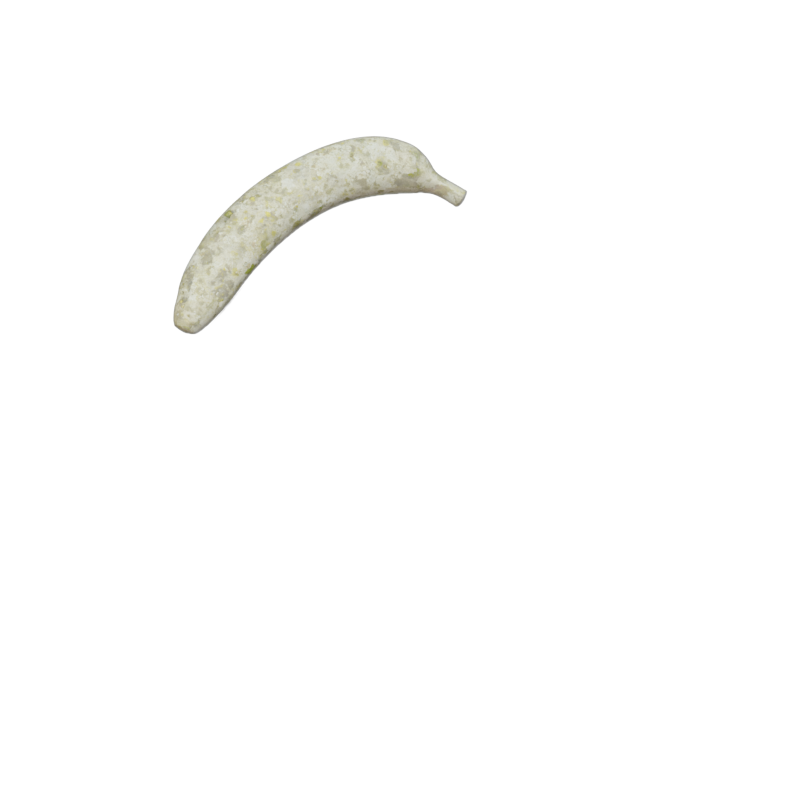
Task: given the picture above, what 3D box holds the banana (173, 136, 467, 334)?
[{"bbox_3d":[-0.058,-0.111,0.667,0.197,0.074,0.035,-28,-21,-13],"label":"banana"}]
